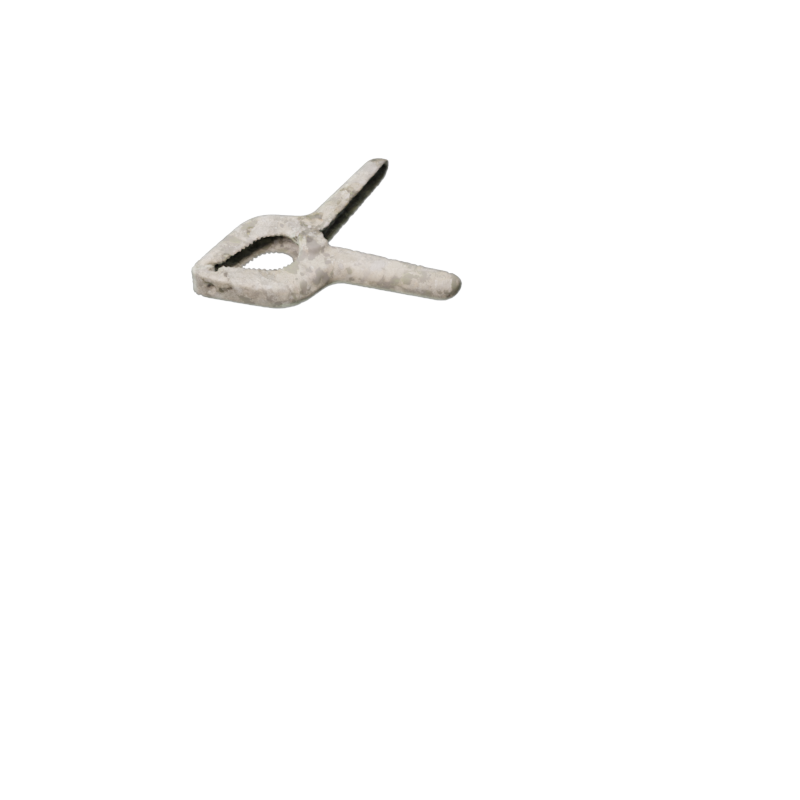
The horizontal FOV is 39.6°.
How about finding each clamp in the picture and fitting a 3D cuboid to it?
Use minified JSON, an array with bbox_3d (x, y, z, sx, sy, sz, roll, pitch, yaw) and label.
[{"bbox_3d":[-0.072,-0.132,0.924,0.208,0.178,0.034,-11,-40,-10],"label":"clamp"}]
